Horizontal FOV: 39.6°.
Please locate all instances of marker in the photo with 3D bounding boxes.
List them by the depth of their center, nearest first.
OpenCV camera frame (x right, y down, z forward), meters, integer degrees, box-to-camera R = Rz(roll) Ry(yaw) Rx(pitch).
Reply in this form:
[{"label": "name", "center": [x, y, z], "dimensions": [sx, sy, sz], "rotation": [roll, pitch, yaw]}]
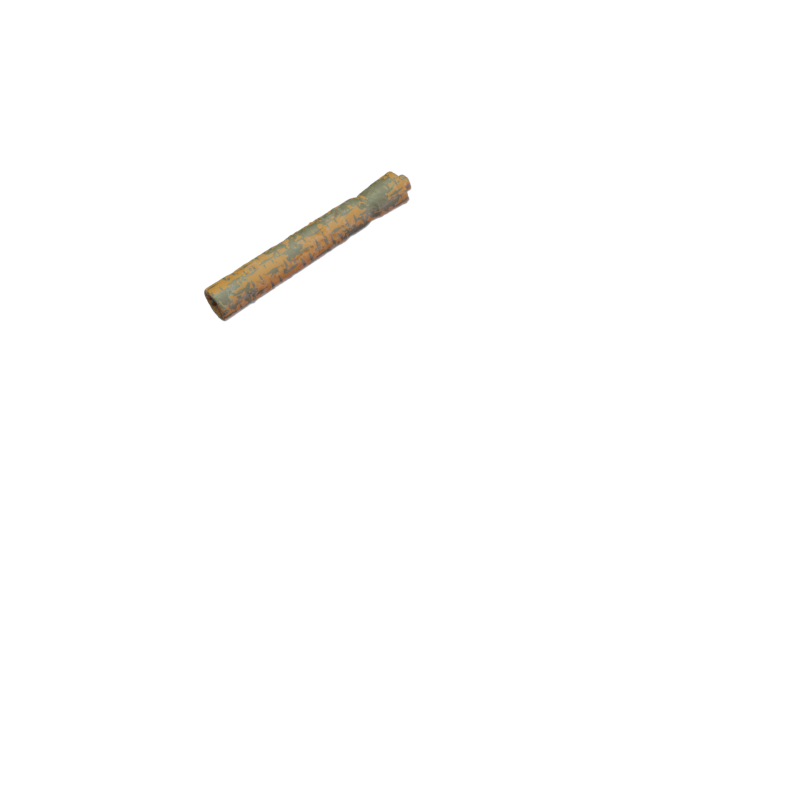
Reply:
[{"label": "marker", "center": [-0.044, -0.080, 0.558], "dimensions": [0.121, 0.019, 0.020], "rotation": [-36, 16, -17]}]
